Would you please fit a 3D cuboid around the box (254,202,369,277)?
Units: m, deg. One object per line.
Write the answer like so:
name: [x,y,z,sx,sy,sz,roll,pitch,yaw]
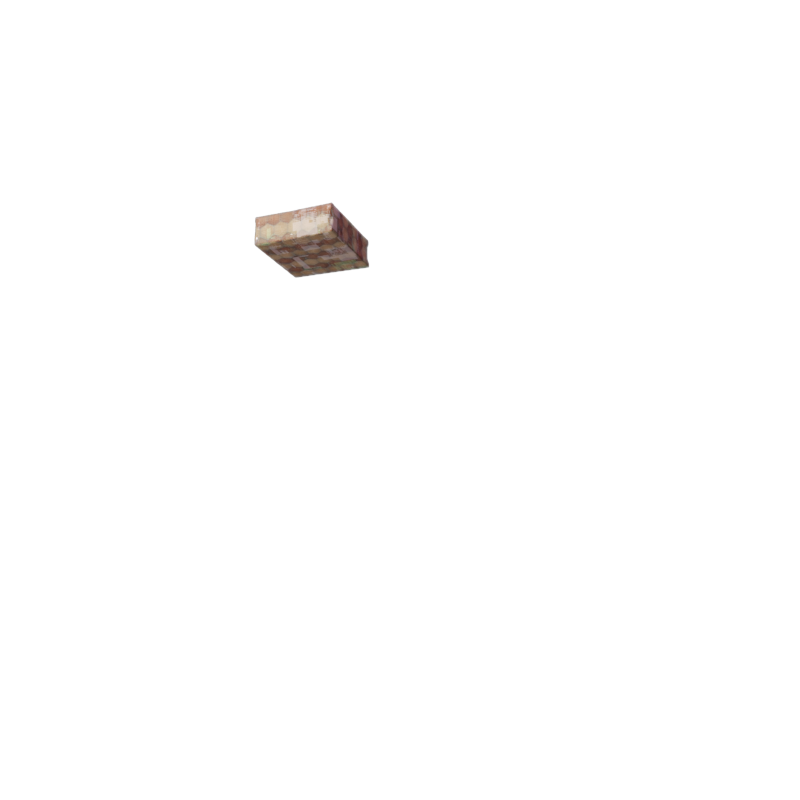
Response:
box: [-0.076,-0.139,0.973,0.074,0.032,0.084,-7,-18,21]
